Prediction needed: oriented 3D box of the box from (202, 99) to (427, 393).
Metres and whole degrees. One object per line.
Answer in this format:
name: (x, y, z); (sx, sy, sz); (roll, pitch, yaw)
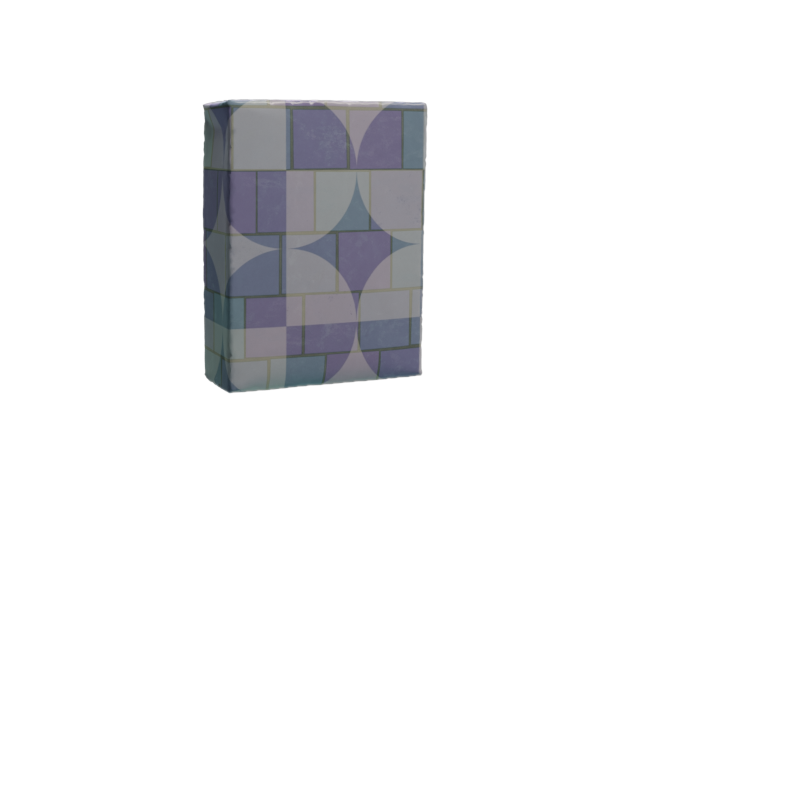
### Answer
box: (-0.067, -0.121, 0.851); (0.160, 0.211, 0.075); (-4, 7, -26)
